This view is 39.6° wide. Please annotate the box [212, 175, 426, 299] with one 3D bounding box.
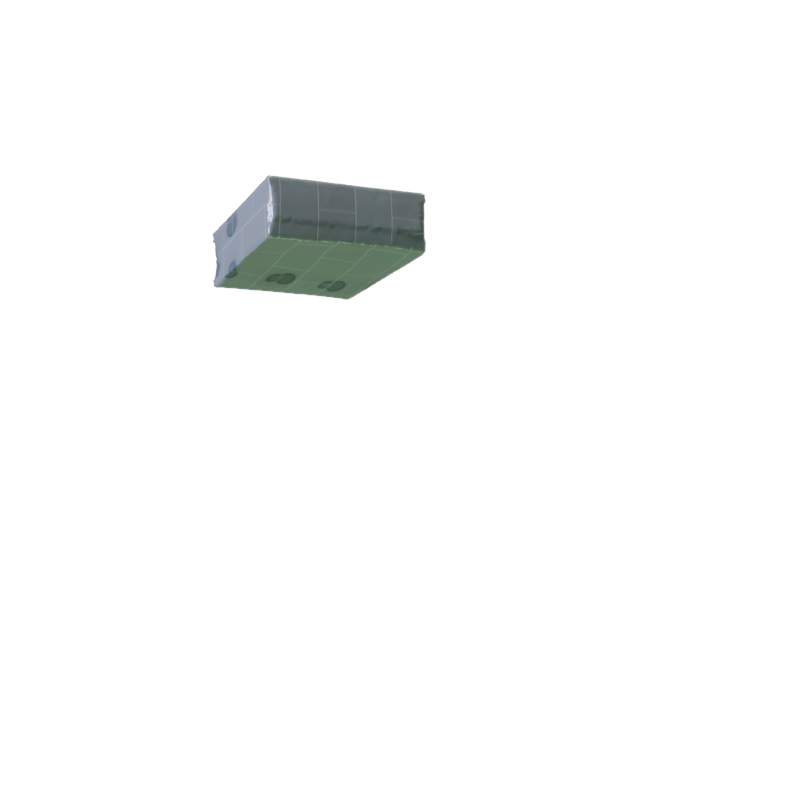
[{"bbox_3d":[-0.049,-0.089,0.623,0.087,0.040,0.113,5,-13,-22],"label":"box"}]
